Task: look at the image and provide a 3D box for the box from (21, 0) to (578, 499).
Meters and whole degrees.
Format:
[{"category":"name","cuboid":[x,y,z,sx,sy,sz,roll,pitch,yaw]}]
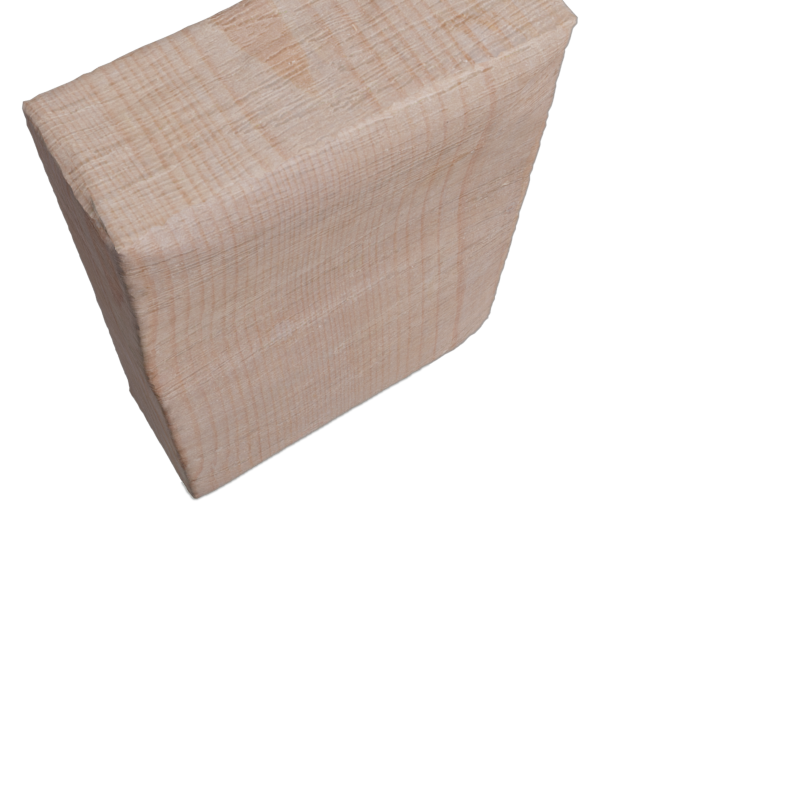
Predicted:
[{"category":"box","cuboid":[-0.033,-0.060,0.421,0.164,0.076,0.202,-31,-19,-16]}]
